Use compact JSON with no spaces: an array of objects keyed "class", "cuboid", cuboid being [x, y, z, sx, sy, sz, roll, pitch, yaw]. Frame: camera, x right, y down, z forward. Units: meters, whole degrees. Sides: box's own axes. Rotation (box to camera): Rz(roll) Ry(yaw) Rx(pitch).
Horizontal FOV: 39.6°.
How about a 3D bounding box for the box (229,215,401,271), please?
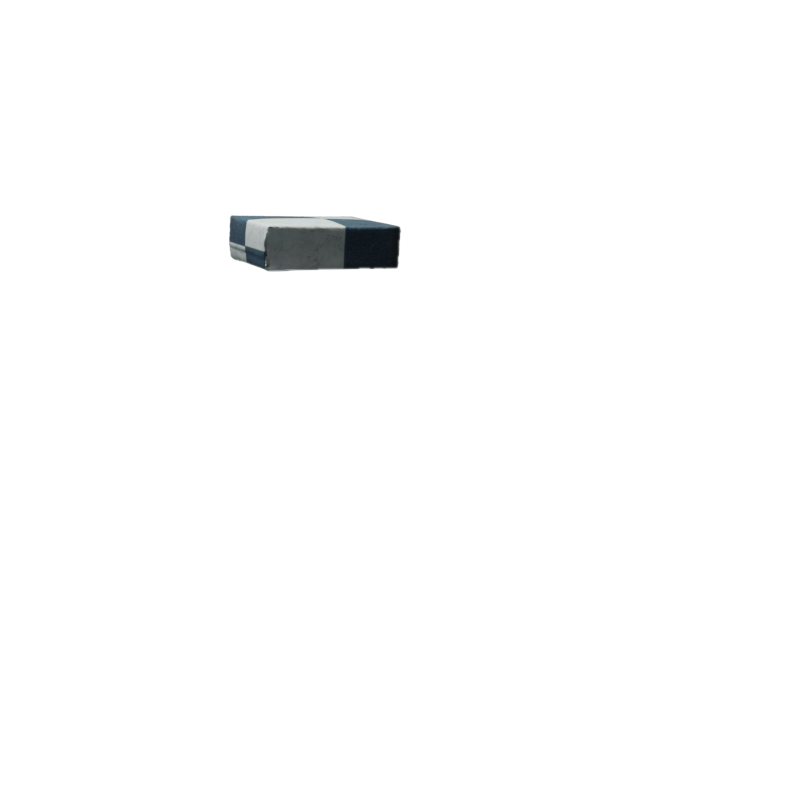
[{"class":"box","cuboid":[-0.069,-0.125,0.875,0.111,0.038,0.094,-6,13,-24]}]
